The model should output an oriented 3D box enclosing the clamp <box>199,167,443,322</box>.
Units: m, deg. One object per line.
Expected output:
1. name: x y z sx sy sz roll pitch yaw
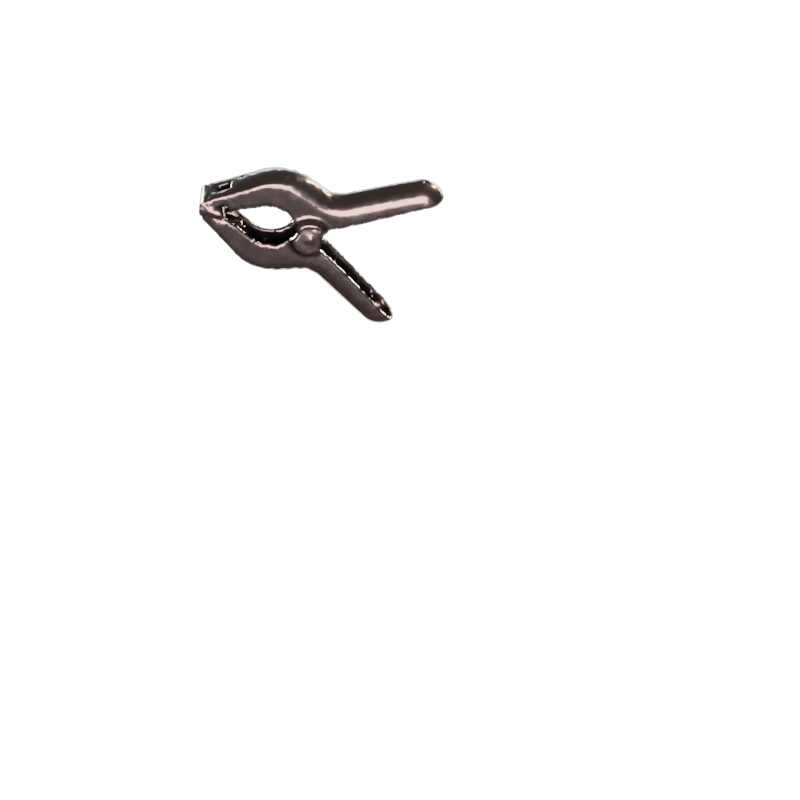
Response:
1. clamp: -0.063 -0.115 0.807 0.170 0.114 0.041 9 25 -4
